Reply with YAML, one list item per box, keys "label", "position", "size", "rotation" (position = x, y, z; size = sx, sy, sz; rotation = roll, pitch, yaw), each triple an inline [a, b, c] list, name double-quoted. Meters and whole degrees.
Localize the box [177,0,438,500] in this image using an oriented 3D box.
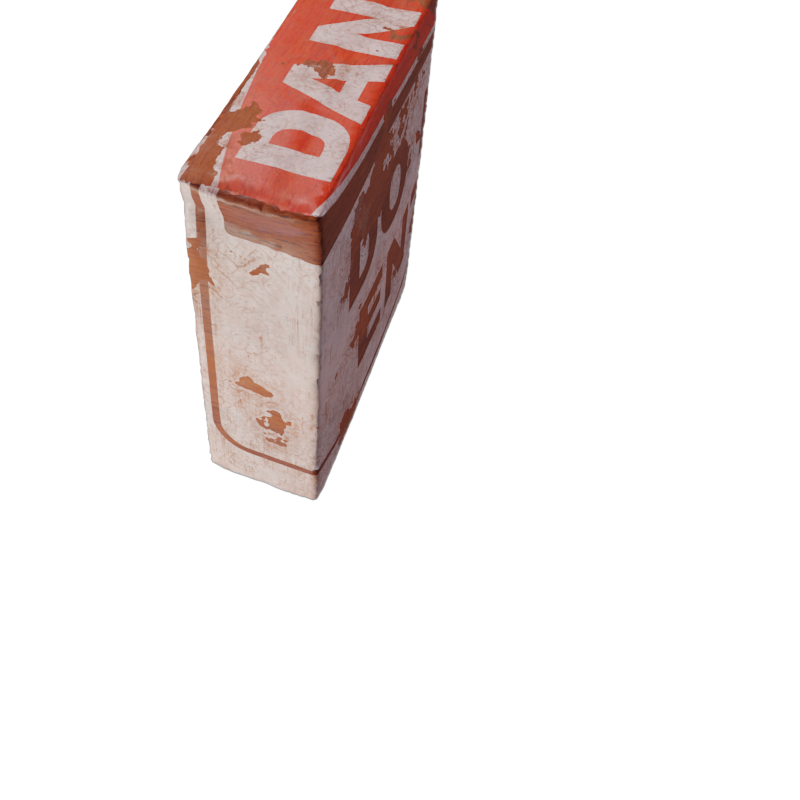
- label: "box"
  position: [-0.044, -0.080, 0.558]
  size: [0.073, 0.172, 0.199]
  rotation: [15, -38, 8]
